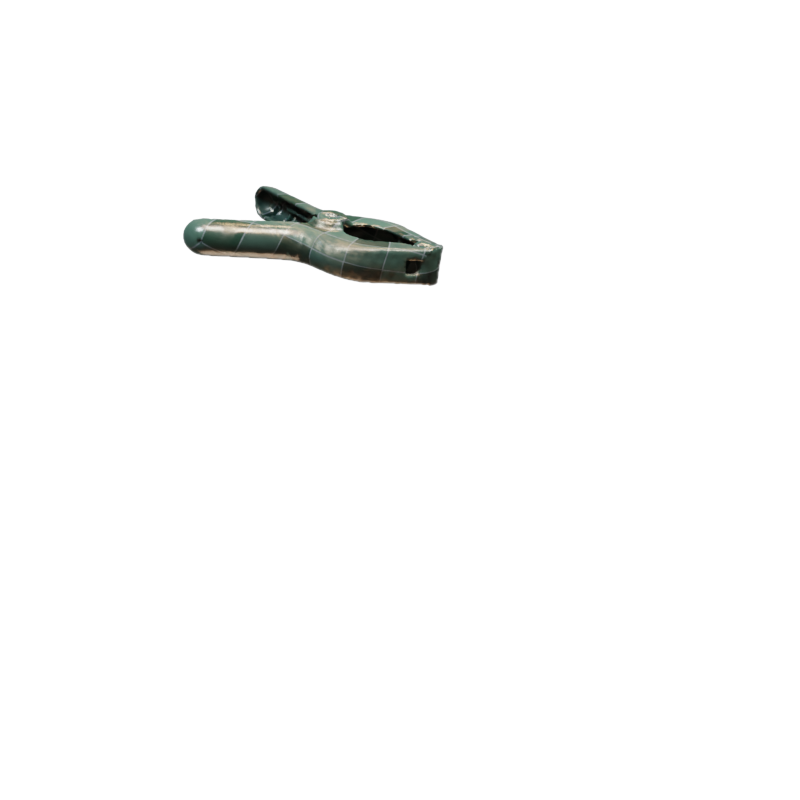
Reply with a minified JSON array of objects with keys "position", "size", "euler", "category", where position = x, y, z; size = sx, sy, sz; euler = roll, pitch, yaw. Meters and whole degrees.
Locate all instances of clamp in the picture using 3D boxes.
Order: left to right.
[{"position":[-0.060,-0.109,0.761],"size":[0.180,0.037,0.121],"euler":[17,33,27],"category":"clamp"}]
